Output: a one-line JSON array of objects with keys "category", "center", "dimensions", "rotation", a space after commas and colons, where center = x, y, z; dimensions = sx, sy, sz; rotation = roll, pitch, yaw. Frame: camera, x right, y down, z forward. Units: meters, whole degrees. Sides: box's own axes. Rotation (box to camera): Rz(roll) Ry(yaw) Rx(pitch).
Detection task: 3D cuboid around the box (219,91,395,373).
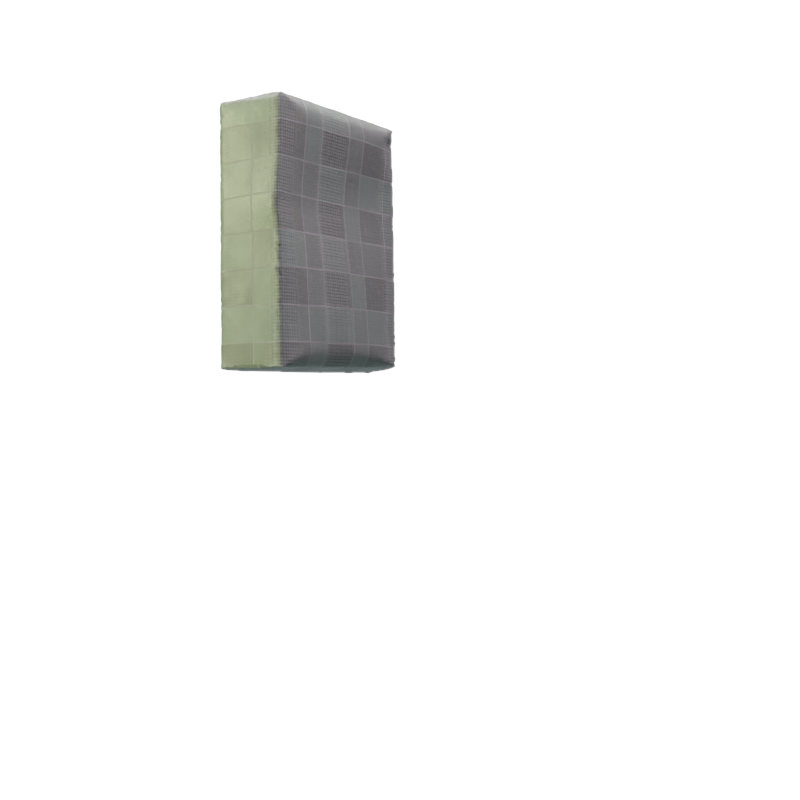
[{"category": "box", "center": [-0.072, -0.130, 0.914], "dimensions": [0.074, 0.217, 0.157], "rotation": [-5, -7, 34]}]
